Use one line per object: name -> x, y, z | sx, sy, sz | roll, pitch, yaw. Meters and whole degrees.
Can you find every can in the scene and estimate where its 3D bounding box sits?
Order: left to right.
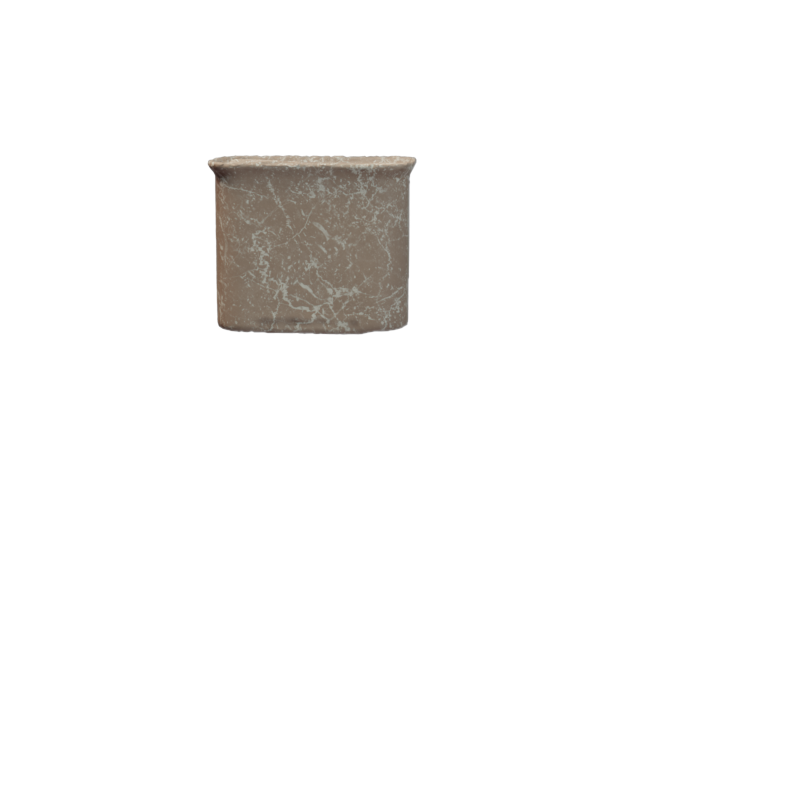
can -> -0.044, -0.080, 0.557 | 0.103, 0.082, 0.058 | 2, 11, 6
